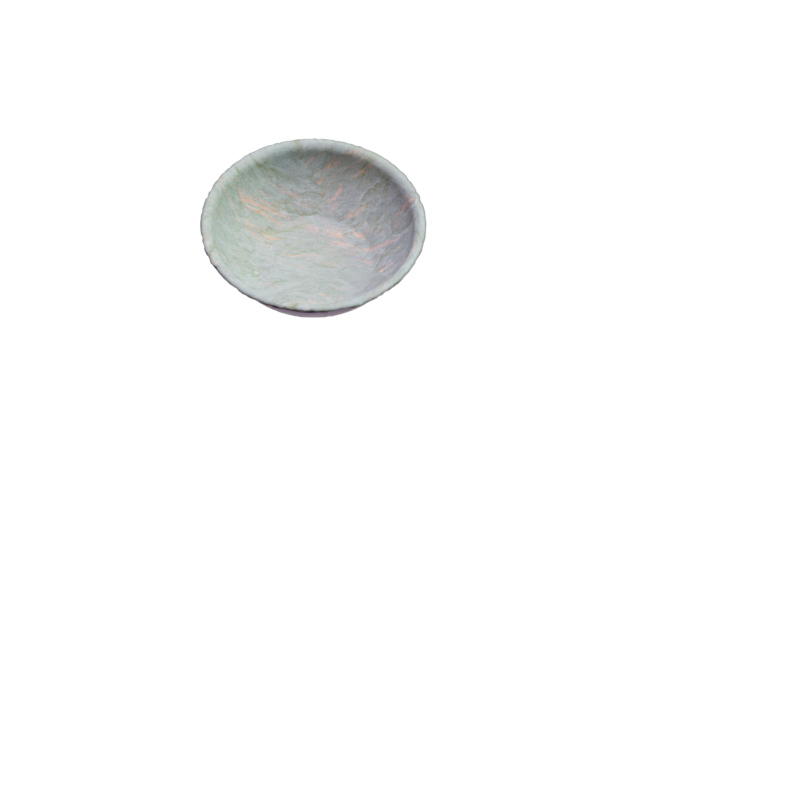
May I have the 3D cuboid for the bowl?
[{"bbox_3d":[-0.064,-0.116,0.812,0.162,0.174,0.051,-1,-35,-1],"label":"bowl"}]
